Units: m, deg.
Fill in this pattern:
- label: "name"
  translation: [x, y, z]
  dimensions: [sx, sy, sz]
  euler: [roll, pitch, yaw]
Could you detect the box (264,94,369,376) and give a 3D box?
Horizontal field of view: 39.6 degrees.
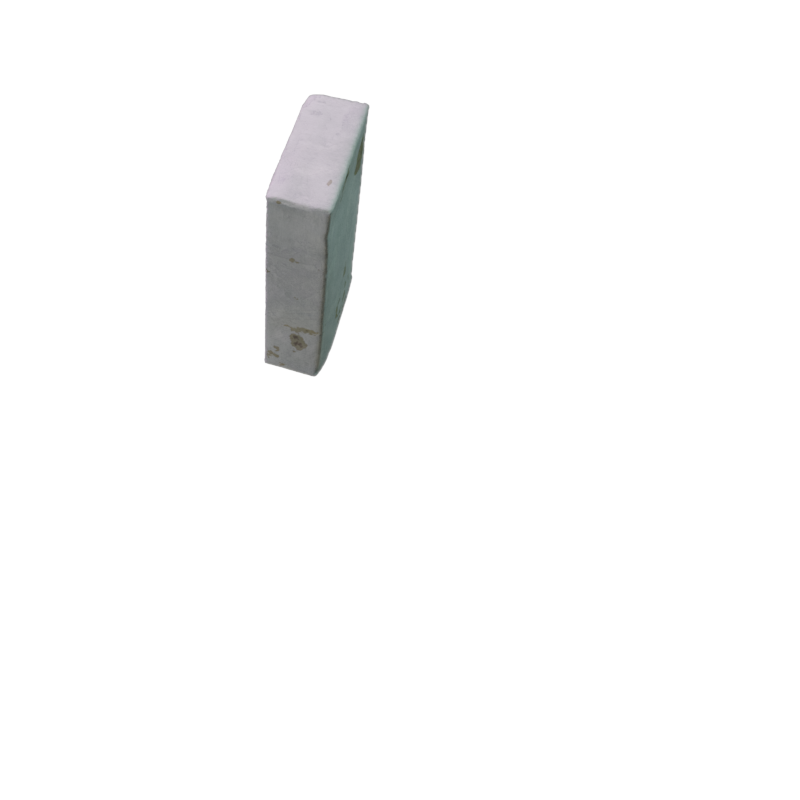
- label: "box"
  translation: [-0.056, -0.102, 0.711]
  dimensions: [0.049, 0.098, 0.165]
  euler: [13, -35, 5]
